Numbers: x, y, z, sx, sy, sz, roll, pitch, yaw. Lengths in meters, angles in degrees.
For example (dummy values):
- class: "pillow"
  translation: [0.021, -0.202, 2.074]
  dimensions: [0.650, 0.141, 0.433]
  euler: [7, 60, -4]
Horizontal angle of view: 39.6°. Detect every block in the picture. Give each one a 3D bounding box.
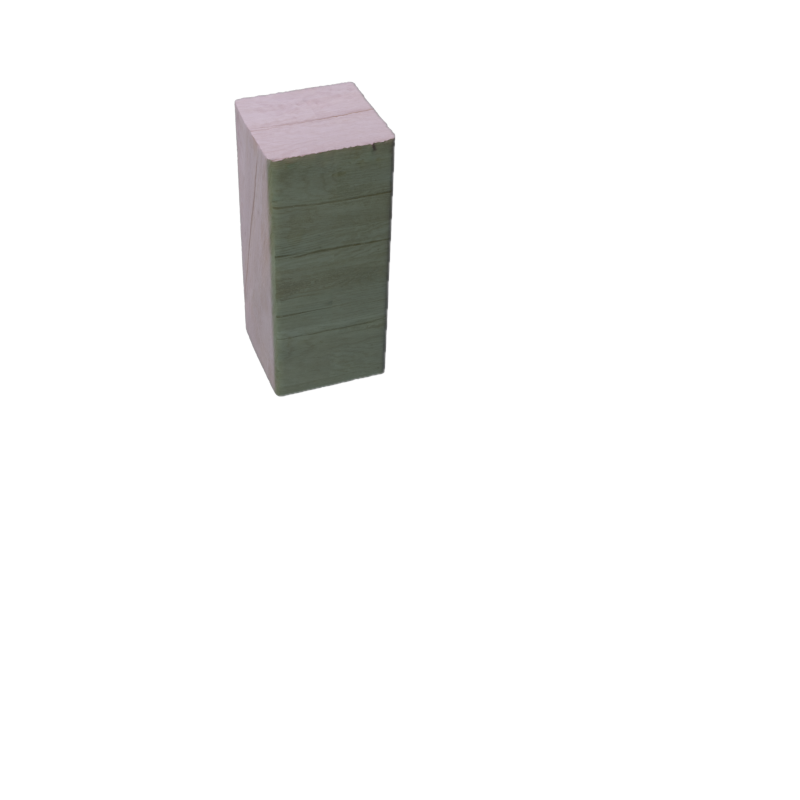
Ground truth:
- class: "block"
  translation: [-0.063, -0.115, 0.806]
  dimensions: [0.089, 0.193, 0.098]
  euler: [-11, 41, -17]
